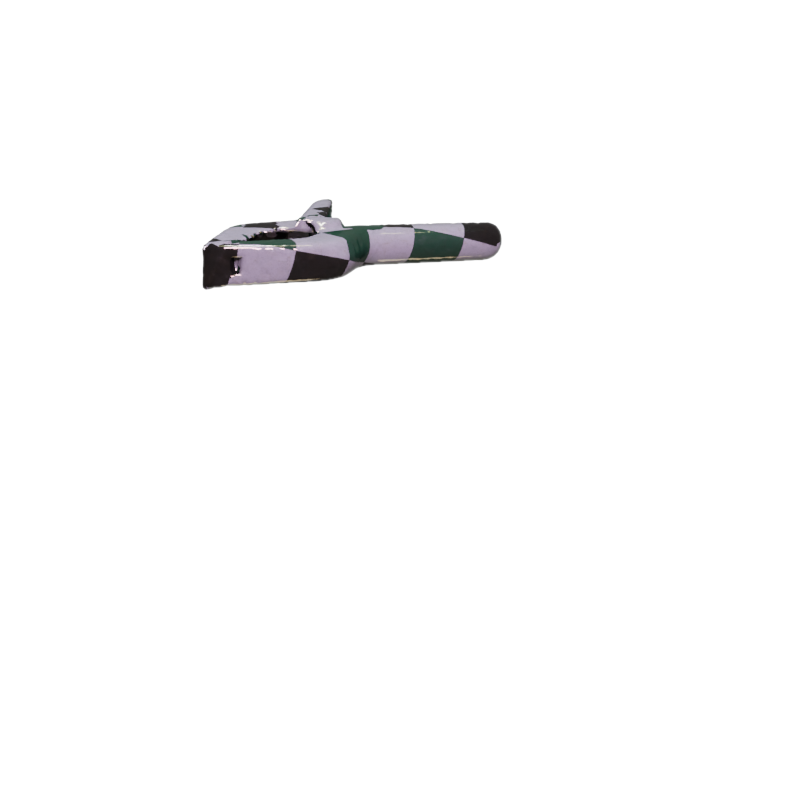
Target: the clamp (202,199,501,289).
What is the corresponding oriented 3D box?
[{"bbox_3d":[-0.058,-0.106,0.745,0.205,0.035,0.174,-16,24,-41],"label":"clamp"}]
